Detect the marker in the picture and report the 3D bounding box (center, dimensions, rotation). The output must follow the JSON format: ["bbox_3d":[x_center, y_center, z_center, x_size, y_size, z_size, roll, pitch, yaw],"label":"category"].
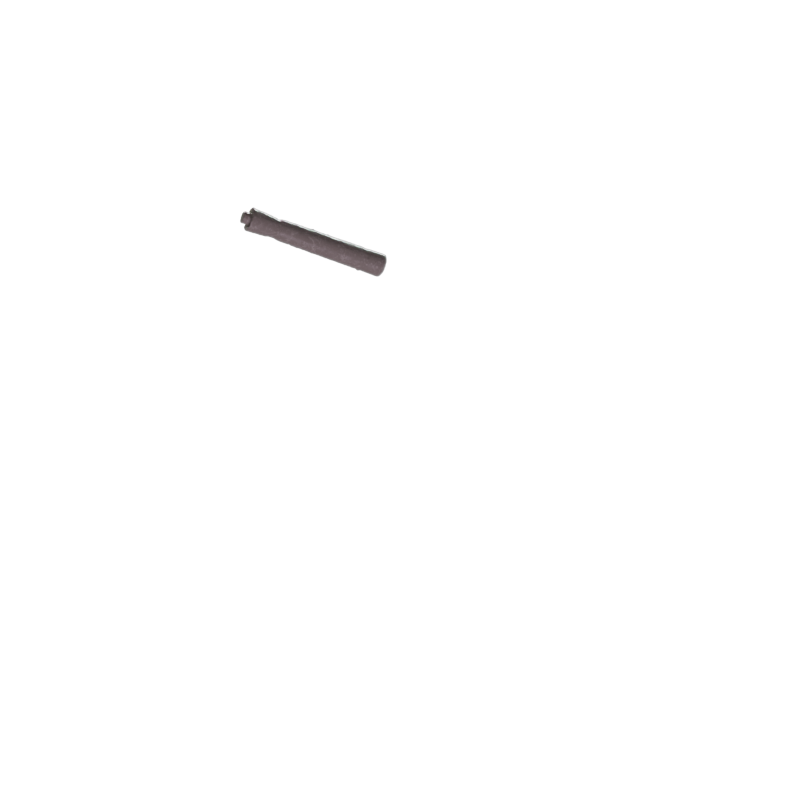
[{"bbox_3d":[-0.068,-0.123,0.865,0.117,0.020,0.020,17,-2,-18],"label":"marker"}]
